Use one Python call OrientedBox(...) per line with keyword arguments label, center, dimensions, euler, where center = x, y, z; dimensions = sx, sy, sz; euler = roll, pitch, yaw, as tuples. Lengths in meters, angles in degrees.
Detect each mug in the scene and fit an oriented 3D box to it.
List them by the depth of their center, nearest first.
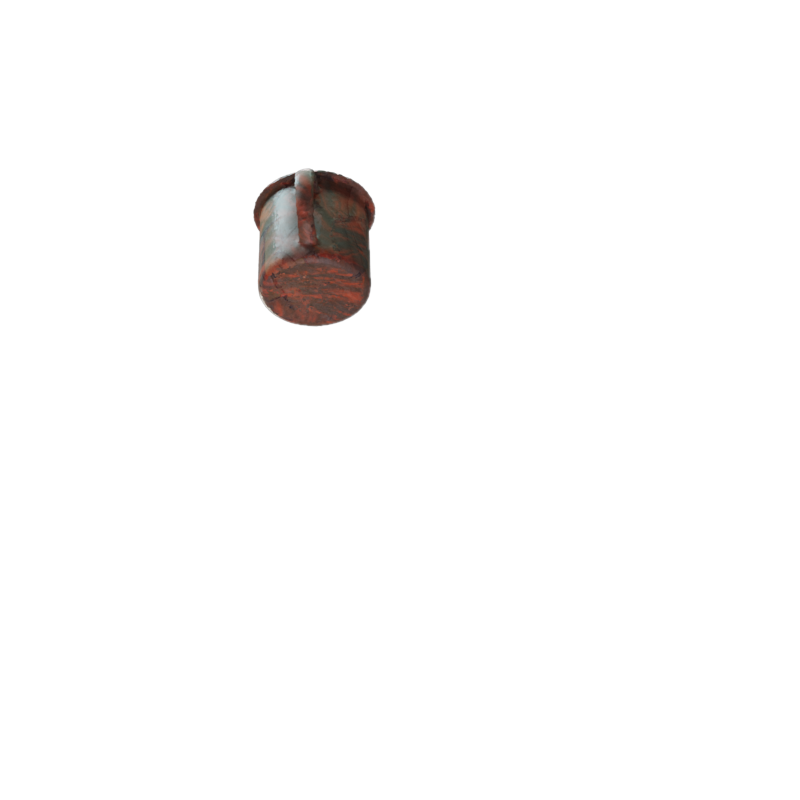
OrientedBox(label="mug", center=(-0.063, -0.116, 0.810), dimensions=(0.093, 0.087, 0.109), euler=(-2, -38, 0))
